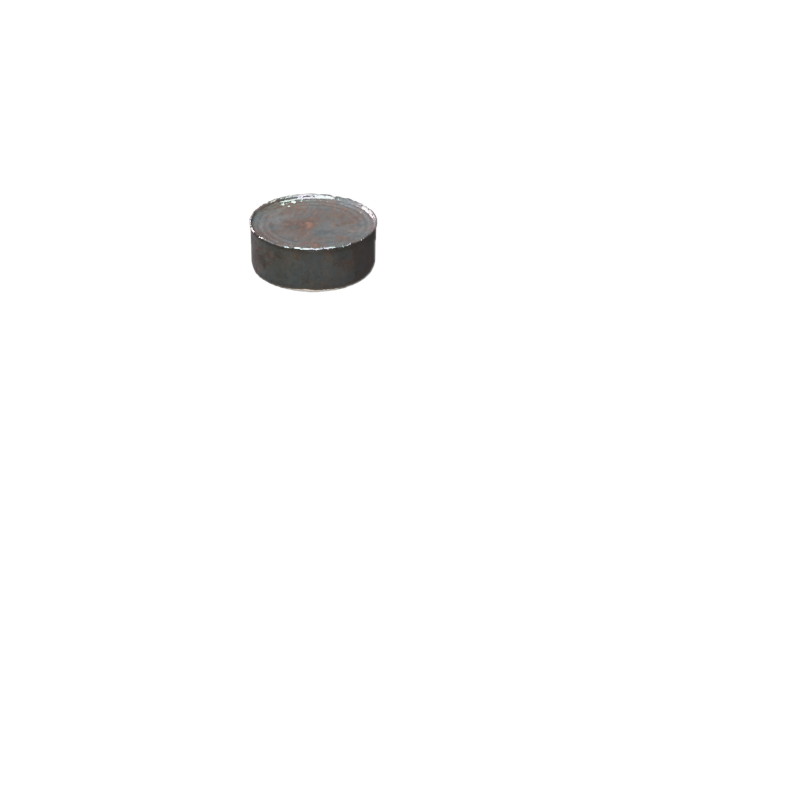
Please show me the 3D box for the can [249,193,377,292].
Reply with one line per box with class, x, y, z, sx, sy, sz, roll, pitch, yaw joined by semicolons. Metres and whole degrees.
can;-0.059;-0.107;0.747;0.086;0.032;0.091;-1;32;-2
